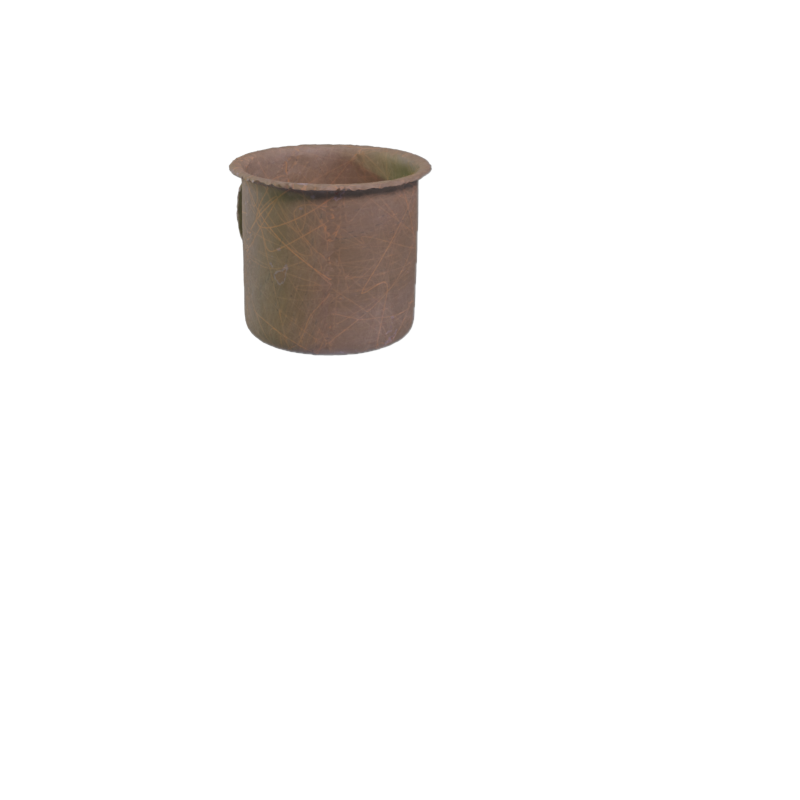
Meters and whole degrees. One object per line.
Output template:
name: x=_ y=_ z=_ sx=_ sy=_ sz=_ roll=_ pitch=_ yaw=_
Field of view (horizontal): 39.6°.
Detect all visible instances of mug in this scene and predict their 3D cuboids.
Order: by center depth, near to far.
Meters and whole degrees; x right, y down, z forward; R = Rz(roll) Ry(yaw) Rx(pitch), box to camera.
mug: x=-0.041 y=-0.076 z=0.530 sx=0.091 sy=0.078 sz=0.124 roll=-17 pitch=28 yaw=-39
